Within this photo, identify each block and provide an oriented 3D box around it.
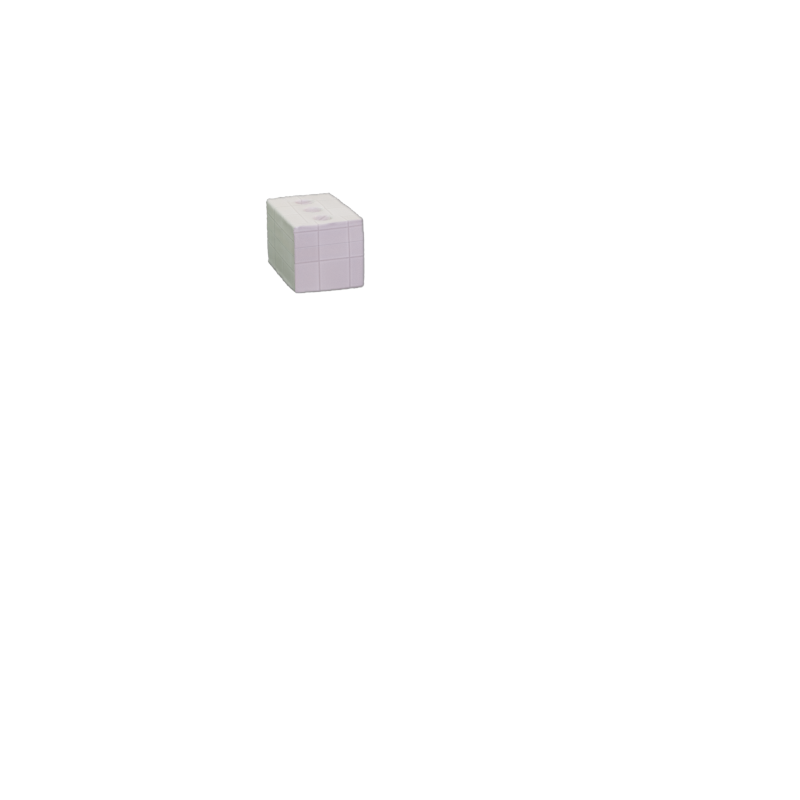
[{"bbox_3d":[-0.063,-0.116,0.811,0.052,0.049,0.083,-7,24,-20],"label":"block"}]
